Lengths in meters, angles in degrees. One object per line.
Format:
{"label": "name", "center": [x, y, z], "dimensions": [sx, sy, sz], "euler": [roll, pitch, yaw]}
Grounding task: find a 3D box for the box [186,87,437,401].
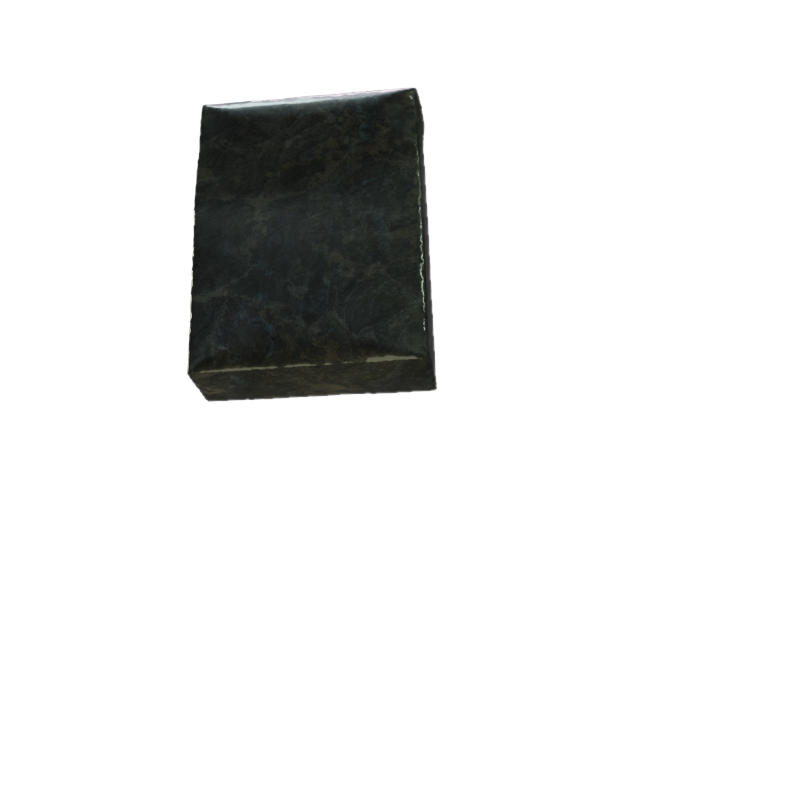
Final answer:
{"label": "box", "center": [-0.062, -0.113, 0.789], "dimensions": [0.165, 0.226, 0.067], "euler": [-4, -24, 6]}
